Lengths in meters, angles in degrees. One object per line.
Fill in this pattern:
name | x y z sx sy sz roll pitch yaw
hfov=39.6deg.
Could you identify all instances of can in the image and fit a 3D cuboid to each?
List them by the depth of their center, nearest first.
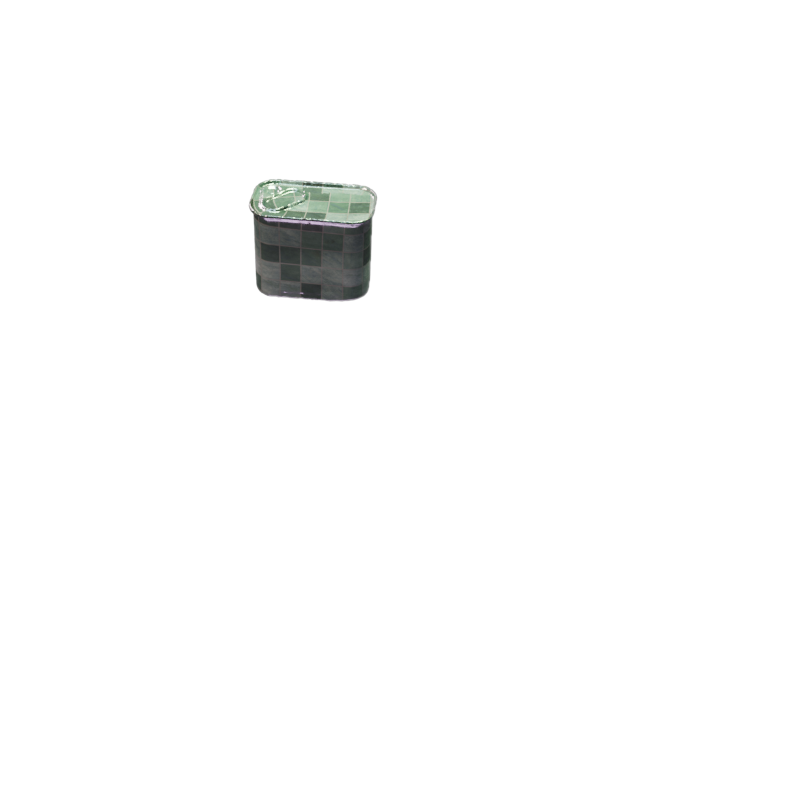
can | -0.072 -0.131 0.920 0.103 0.078 0.061 5 38 5
